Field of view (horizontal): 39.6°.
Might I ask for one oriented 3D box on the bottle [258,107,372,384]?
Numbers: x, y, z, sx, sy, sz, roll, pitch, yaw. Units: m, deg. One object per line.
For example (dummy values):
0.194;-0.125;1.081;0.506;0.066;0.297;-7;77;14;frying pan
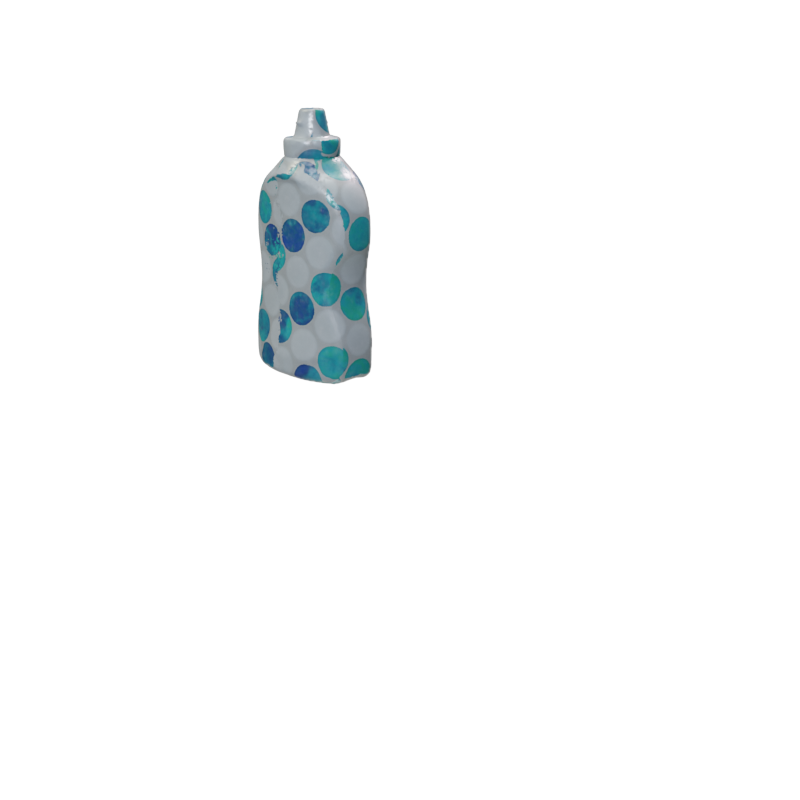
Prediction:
-0.063;-0.114;0.801;0.057;0.187;0.101;-9;15;-41;bottle
